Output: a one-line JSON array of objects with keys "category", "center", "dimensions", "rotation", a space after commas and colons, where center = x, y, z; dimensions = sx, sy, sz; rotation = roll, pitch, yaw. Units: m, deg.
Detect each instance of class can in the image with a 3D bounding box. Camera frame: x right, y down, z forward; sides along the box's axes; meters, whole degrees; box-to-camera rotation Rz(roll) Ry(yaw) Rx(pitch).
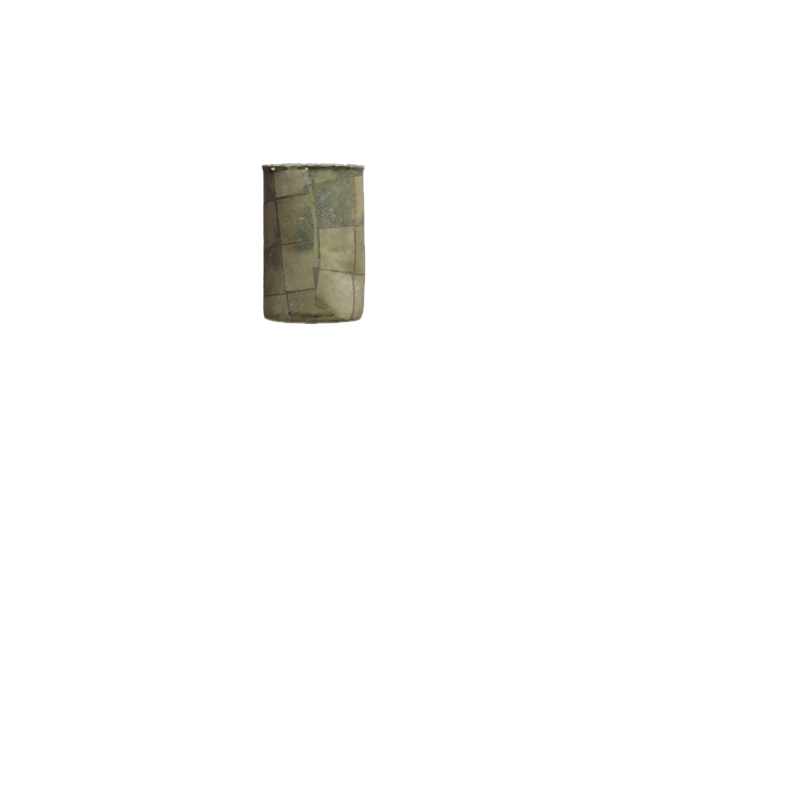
[{"category": "can", "center": [-0.057, -0.105, 0.734], "dimensions": [0.068, 0.101, 0.069], "rotation": [0, 5, -2]}]
